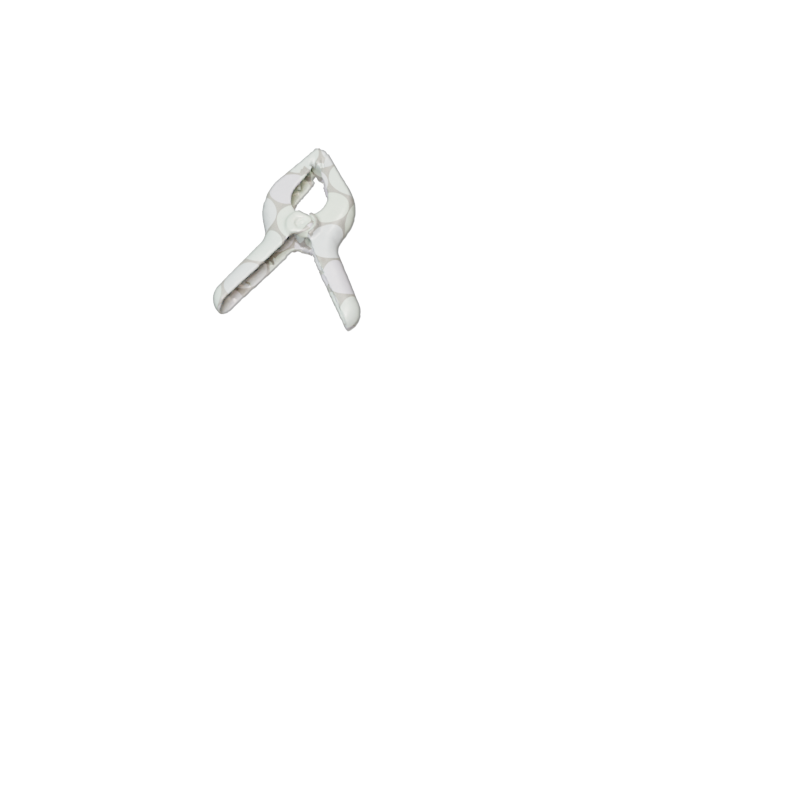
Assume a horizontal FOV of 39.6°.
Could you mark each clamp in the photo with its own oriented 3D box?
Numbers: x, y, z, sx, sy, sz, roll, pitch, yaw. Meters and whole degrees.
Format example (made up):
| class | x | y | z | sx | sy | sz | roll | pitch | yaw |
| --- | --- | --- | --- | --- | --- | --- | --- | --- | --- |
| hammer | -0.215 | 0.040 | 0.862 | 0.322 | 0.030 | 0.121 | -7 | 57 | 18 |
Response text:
| class | x | y | z | sx | sy | sz | roll | pitch | yaw |
| --- | --- | --- | --- | --- | --- | --- | --- | --- | --- |
| clamp | -0.073 | -0.132 | 0.927 | 0.122 | 0.179 | 0.037 | 16 | -26 | 8 |
